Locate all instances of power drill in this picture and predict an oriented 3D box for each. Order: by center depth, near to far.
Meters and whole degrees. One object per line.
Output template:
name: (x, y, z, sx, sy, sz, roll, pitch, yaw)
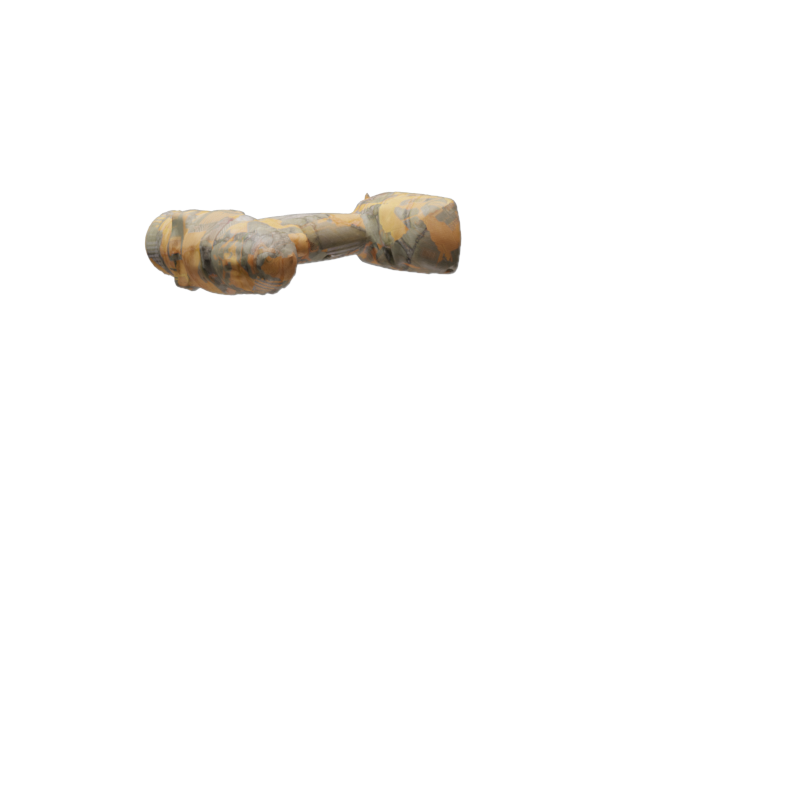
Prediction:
power drill: (-0.057, -0.104, 0.728, 0.183, 0.056, 0.194, -7, 15, -28)
